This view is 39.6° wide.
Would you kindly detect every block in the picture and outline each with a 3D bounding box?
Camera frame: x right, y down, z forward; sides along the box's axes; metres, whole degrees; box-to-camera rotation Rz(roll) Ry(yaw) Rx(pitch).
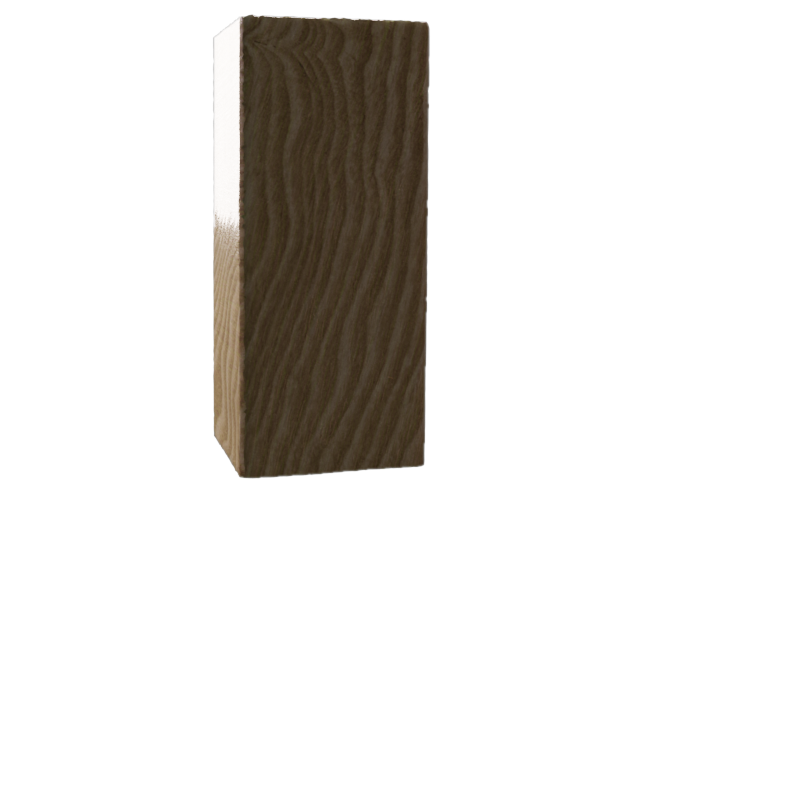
[{"bbox_3d":[-0.042,-0.077,0.541,0.088,0.204,0.093,-1,5,-16],"label":"block"}]
